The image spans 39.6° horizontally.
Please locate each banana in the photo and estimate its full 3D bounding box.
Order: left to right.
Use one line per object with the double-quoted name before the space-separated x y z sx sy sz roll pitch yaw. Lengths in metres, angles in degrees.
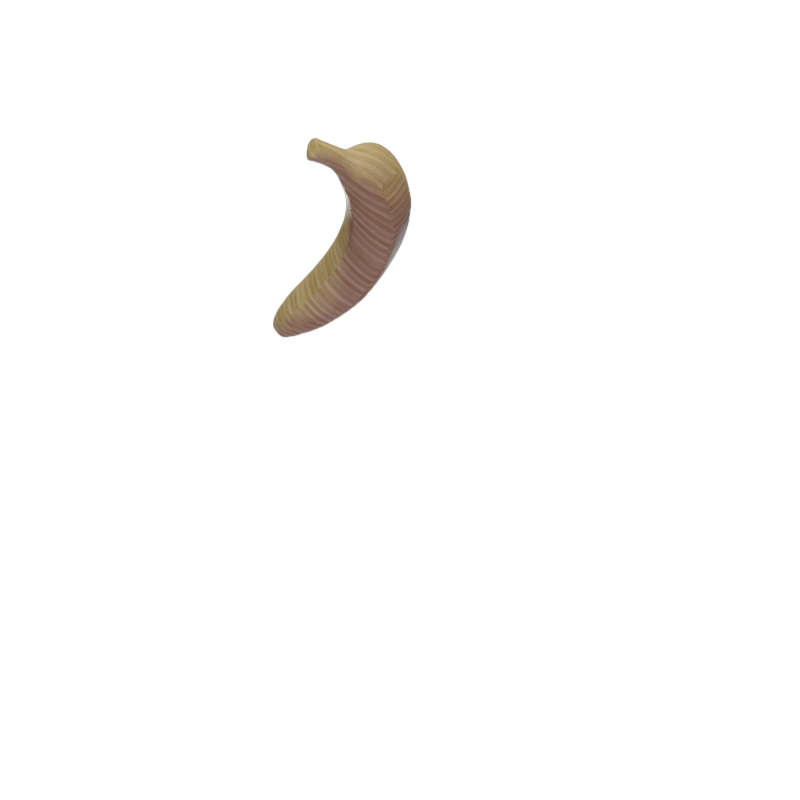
"banana" -0.033 -0.096 0.665 0.069 0.039 0.187 5 -31 -9
